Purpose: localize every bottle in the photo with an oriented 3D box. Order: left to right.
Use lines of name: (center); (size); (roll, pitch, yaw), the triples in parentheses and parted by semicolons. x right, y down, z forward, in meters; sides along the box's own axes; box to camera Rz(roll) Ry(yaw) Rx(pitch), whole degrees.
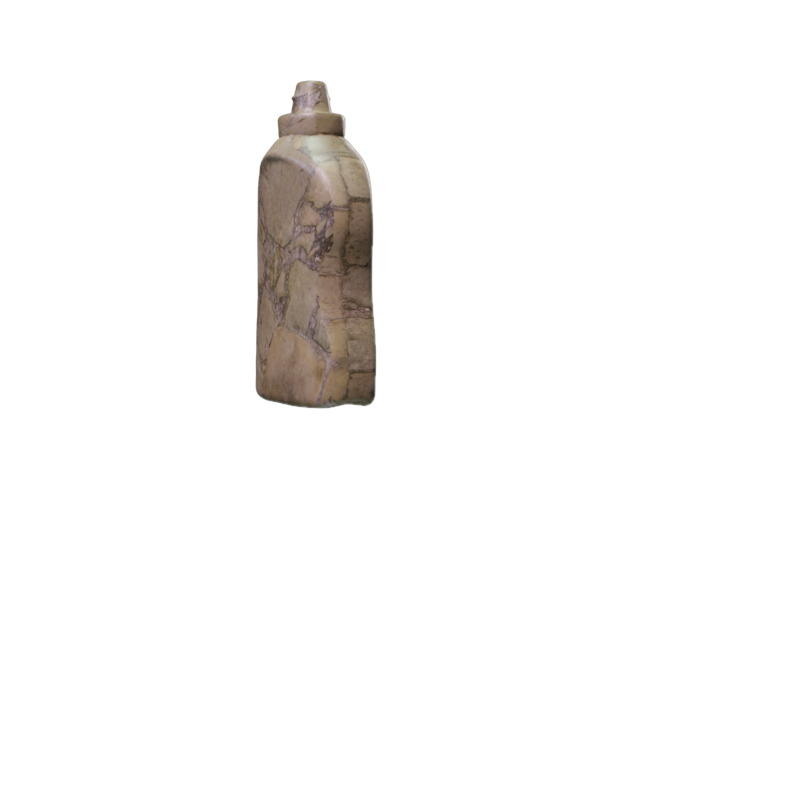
bottle: (-0.052, -0.095, 0.665); (0.056, 0.192, 0.099); (1, -1, -30)
